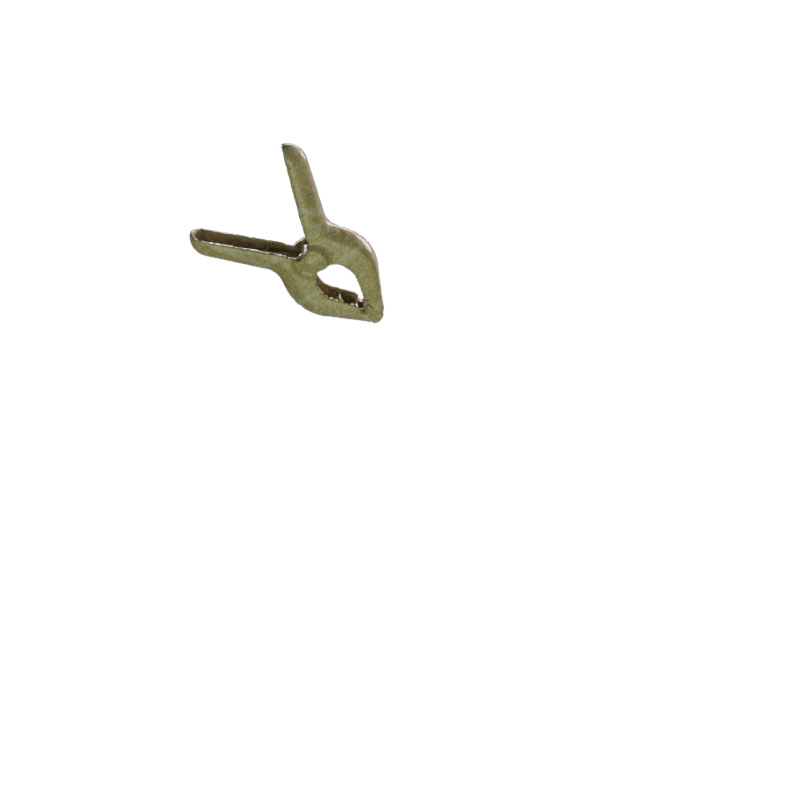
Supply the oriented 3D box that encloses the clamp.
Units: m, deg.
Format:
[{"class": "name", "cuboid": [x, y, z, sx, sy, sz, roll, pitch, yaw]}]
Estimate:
[{"class": "clamp", "cuboid": [-0.070, -0.128, 0.898, 0.164, 0.117, 0.042, 30, 32, -21]}]
